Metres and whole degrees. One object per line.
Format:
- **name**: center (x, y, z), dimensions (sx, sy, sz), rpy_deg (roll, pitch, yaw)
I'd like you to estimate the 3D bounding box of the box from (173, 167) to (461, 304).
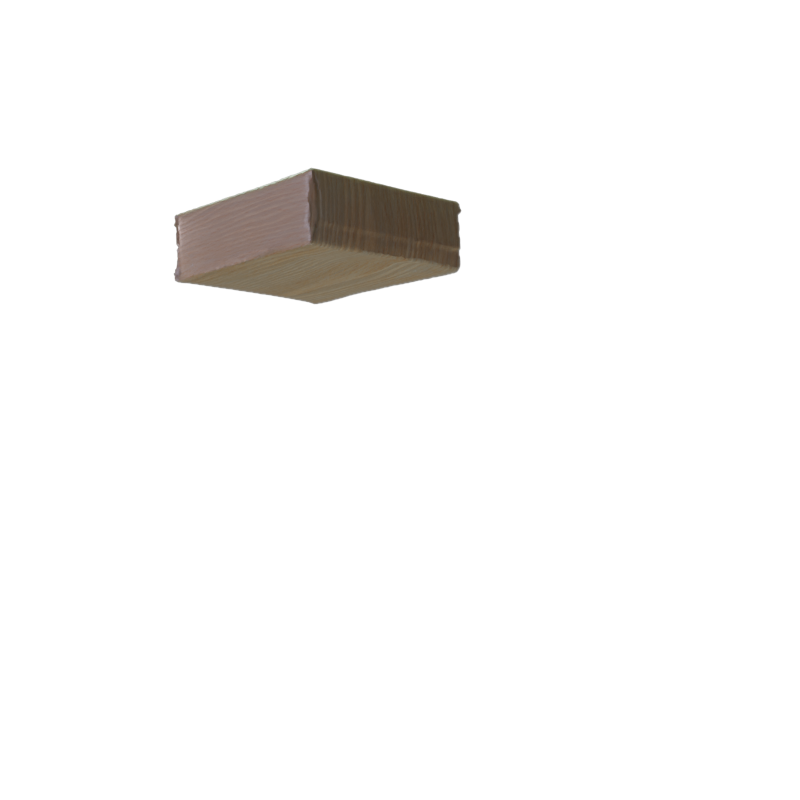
- **box**: center (-0.041, -0.075, 0.528), dimensions (0.085, 0.040, 0.116), rpy_deg (7, -11, -41)
